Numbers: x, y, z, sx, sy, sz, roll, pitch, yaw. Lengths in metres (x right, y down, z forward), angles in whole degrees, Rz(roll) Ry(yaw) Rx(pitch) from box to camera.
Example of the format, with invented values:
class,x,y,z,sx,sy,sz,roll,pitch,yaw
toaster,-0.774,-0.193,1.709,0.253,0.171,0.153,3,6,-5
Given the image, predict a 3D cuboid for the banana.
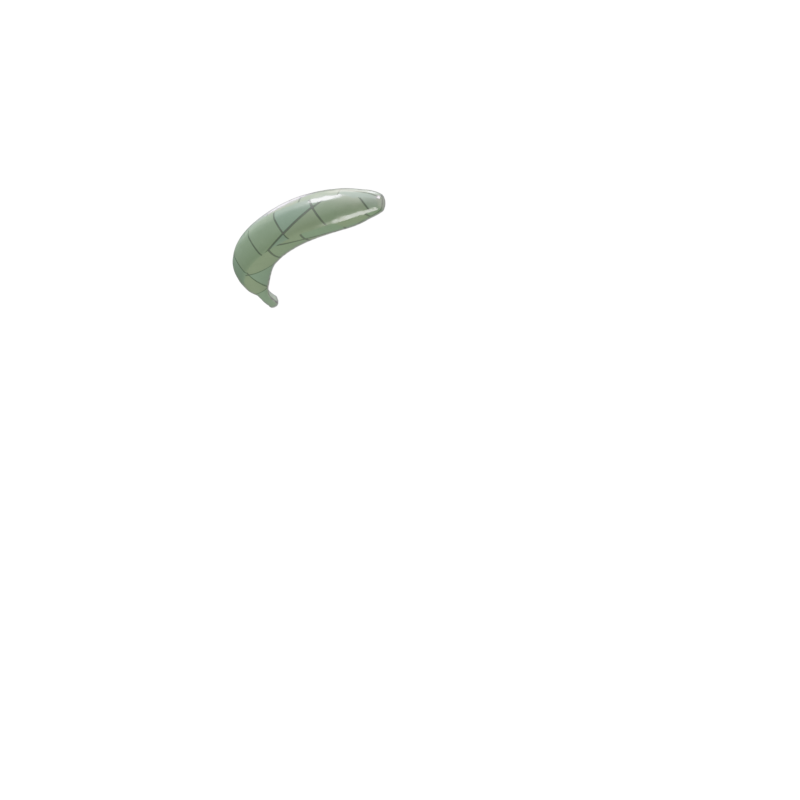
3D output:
class,x,y,z,sx,sy,sz,roll,pitch,yaw
banana,-0.090,-0.134,0.920,0.066,0.039,0.196,13,-25,-30
